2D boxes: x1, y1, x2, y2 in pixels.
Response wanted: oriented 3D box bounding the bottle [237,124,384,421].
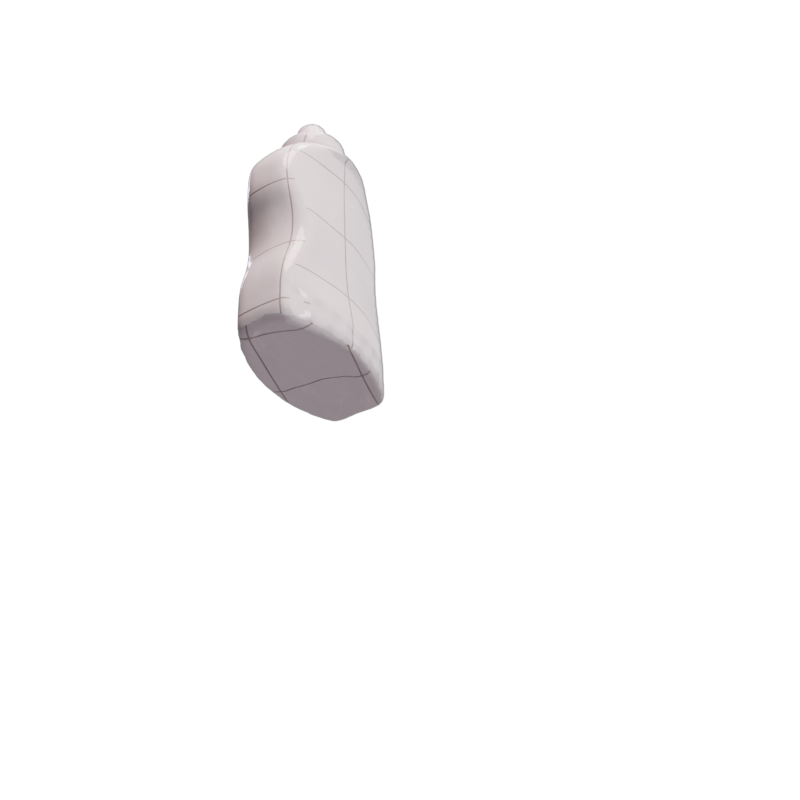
[{"bbox_3d":[-0.050,-0.090,0.634,0.058,0.206,0.089,-26,-45,24],"label":"bottle"}]
